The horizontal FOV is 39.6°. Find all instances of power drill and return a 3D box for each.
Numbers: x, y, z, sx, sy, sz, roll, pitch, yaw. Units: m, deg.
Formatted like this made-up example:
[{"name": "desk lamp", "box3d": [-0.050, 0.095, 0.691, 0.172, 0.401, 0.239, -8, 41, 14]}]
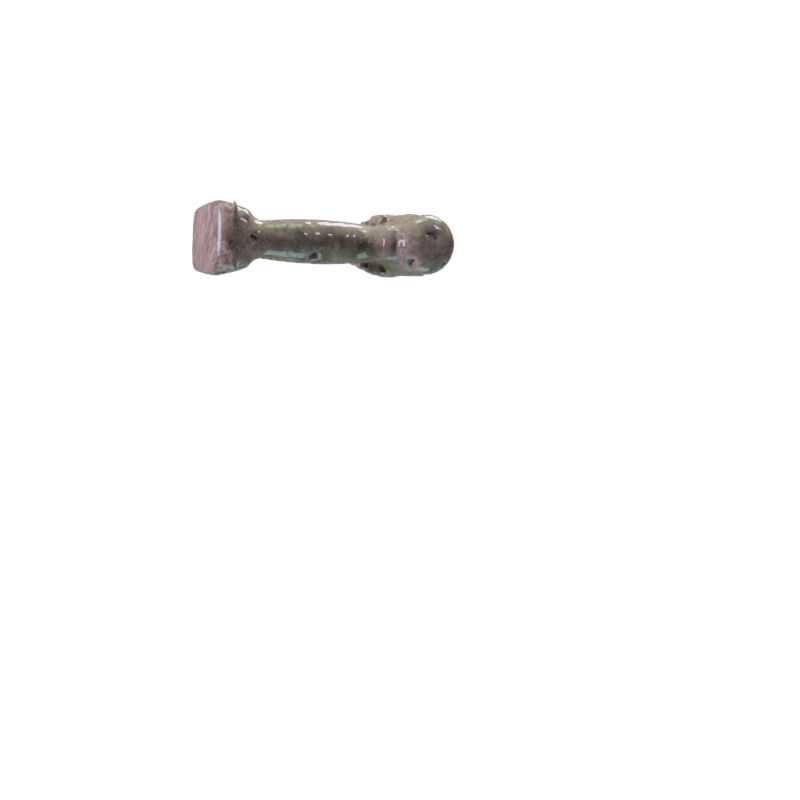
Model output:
[{"name": "power drill", "box3d": [-0.070, -0.128, 0.896, 0.184, 0.057, 0.189, -1, 5, -17]}]
